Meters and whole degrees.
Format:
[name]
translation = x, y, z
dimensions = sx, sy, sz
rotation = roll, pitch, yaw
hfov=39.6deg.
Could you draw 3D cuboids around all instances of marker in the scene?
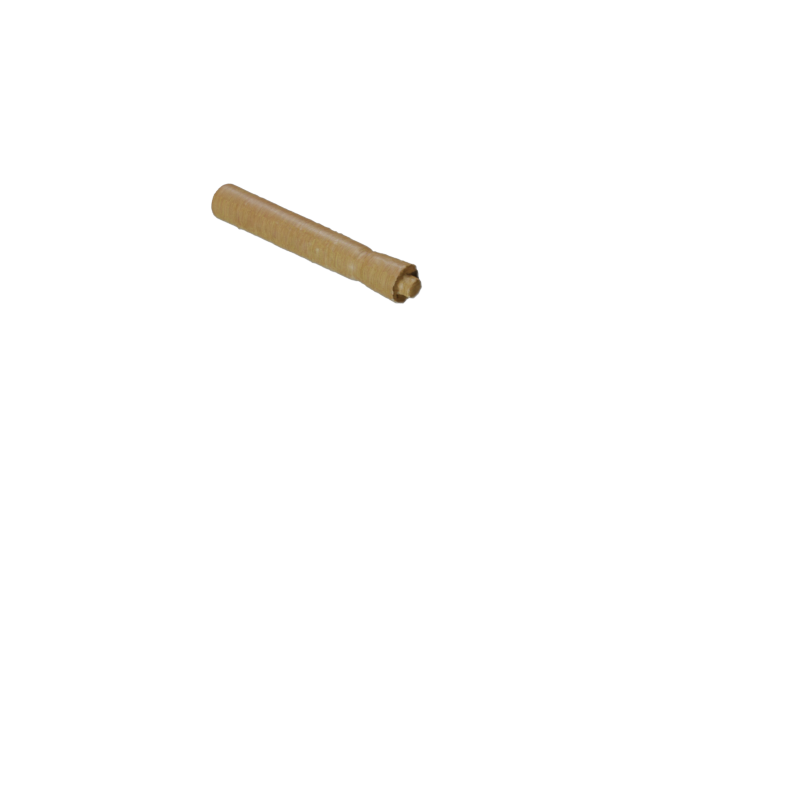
[marker]
translation = -0.040, -0.074, 0.516
dimensions = 0.129, 0.019, 0.019
rotation = 28, 19, 33
